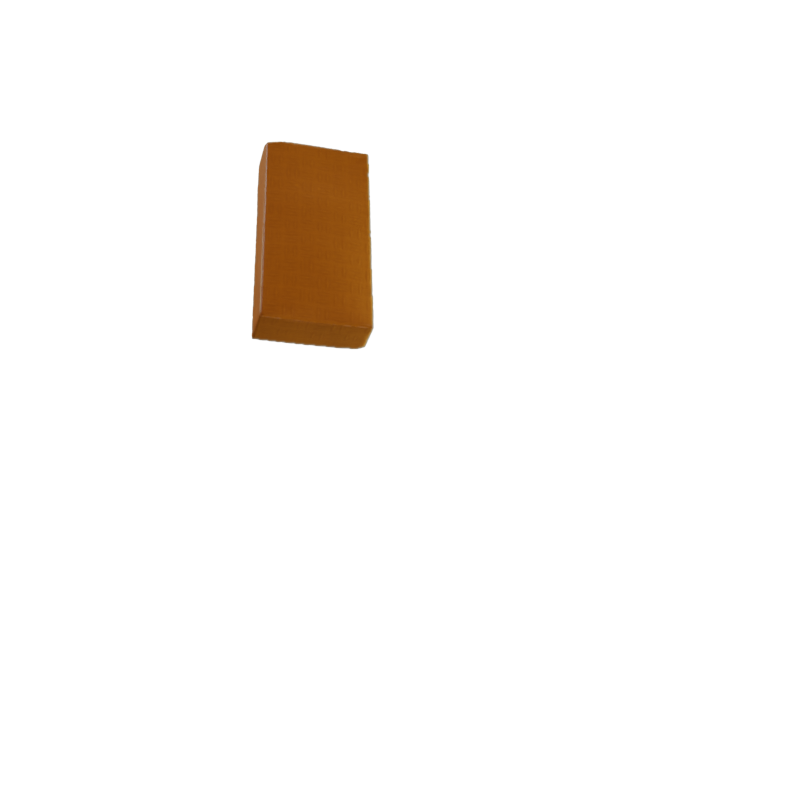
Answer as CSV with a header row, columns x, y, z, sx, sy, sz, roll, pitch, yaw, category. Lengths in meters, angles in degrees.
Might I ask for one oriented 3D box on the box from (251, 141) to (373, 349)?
x,y,z,sx,sy,sz,roll,pitch,yaw,category
-0.072,-0.131,0.913,0.092,0.188,0.046,5,-31,-12,box
